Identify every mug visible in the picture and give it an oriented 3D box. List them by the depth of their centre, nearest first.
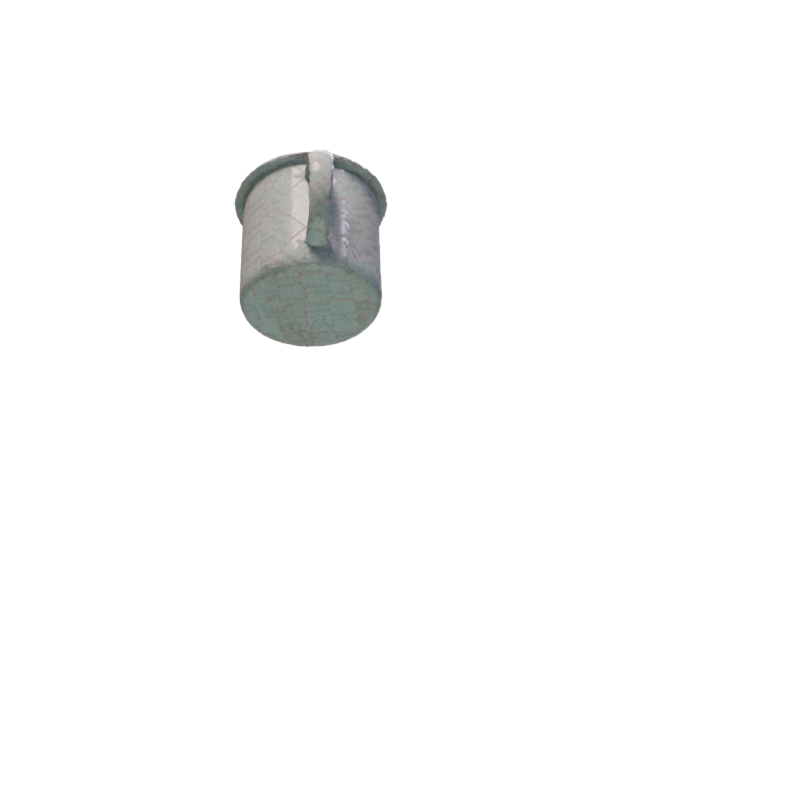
[{"bbox_3d":[-0.050,-0.092,0.645,0.092,0.087,0.110,5,-37,-9],"label":"mug"}]
